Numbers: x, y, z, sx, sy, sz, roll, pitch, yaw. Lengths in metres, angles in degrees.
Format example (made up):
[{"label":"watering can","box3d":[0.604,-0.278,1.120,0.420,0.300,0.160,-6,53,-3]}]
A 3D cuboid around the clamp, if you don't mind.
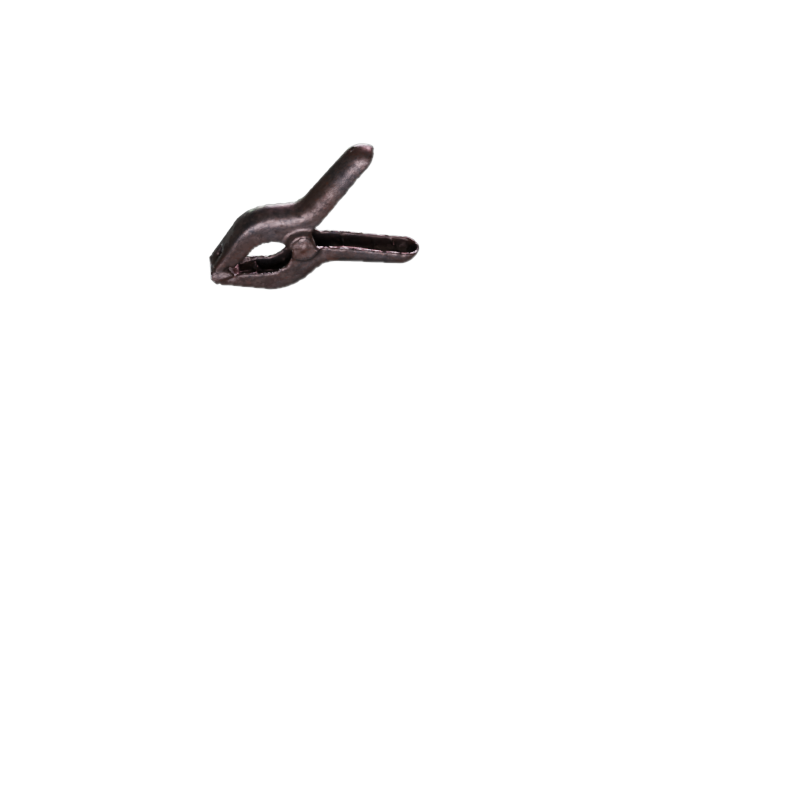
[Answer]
[{"label":"clamp","box3d":[-0.071,-0.130,0.908,0.172,0.112,0.042,-25,33,17]}]
